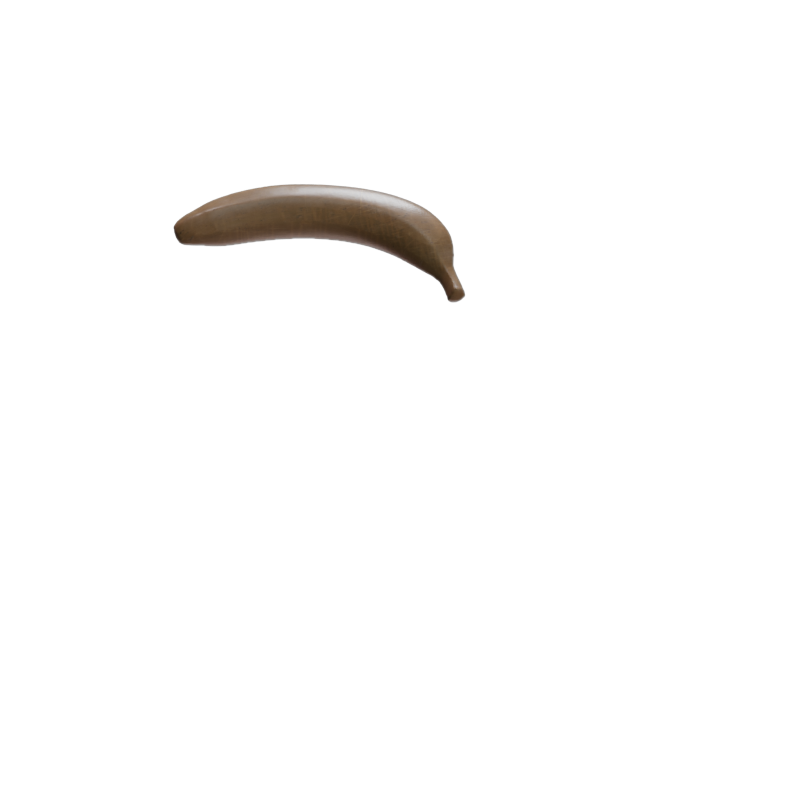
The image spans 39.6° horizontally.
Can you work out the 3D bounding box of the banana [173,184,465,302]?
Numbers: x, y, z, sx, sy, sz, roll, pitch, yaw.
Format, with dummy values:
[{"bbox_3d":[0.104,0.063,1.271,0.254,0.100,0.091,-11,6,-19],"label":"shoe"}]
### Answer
[{"bbox_3d":[-0.049,-0.115,0.736,0.202,0.034,0.073,12,43,12],"label":"banana"}]
